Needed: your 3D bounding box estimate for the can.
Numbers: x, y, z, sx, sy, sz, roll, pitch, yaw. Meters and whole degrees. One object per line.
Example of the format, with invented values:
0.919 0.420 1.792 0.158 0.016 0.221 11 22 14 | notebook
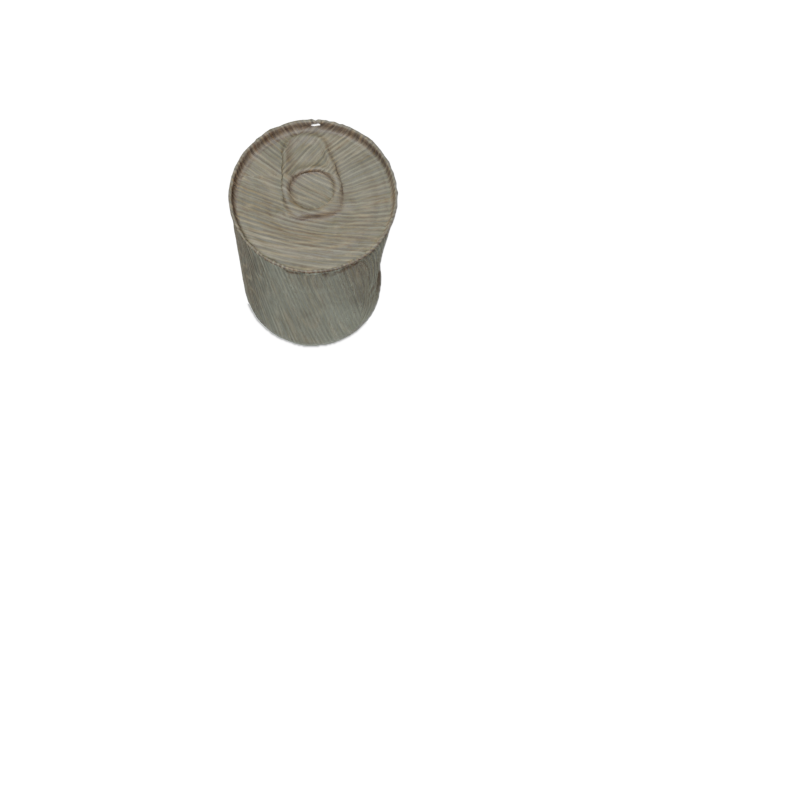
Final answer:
-0.038 -0.070 0.489 0.068 0.072 0.098 0 -17 -3 | can
